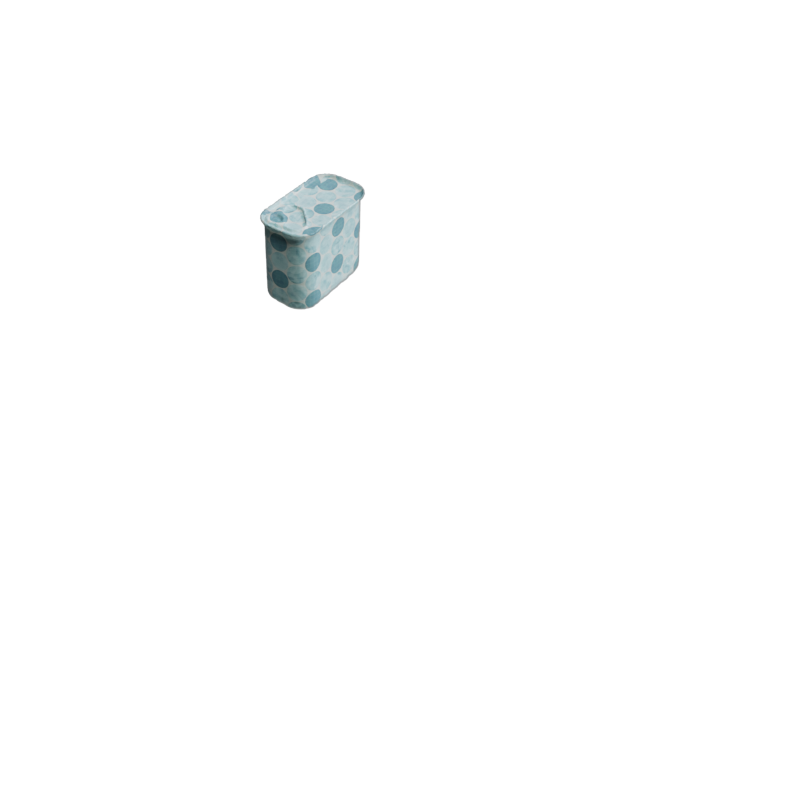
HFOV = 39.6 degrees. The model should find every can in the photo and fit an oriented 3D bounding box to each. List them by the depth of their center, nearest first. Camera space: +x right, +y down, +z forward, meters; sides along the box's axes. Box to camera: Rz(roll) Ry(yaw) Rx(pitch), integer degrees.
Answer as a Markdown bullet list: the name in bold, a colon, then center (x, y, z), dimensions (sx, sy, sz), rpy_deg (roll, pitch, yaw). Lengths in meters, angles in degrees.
- **can**: center (-0.078, -0.142, 0.998), dimensions (0.061, 0.078, 0.103), rpy_deg (24, 44, 25)
